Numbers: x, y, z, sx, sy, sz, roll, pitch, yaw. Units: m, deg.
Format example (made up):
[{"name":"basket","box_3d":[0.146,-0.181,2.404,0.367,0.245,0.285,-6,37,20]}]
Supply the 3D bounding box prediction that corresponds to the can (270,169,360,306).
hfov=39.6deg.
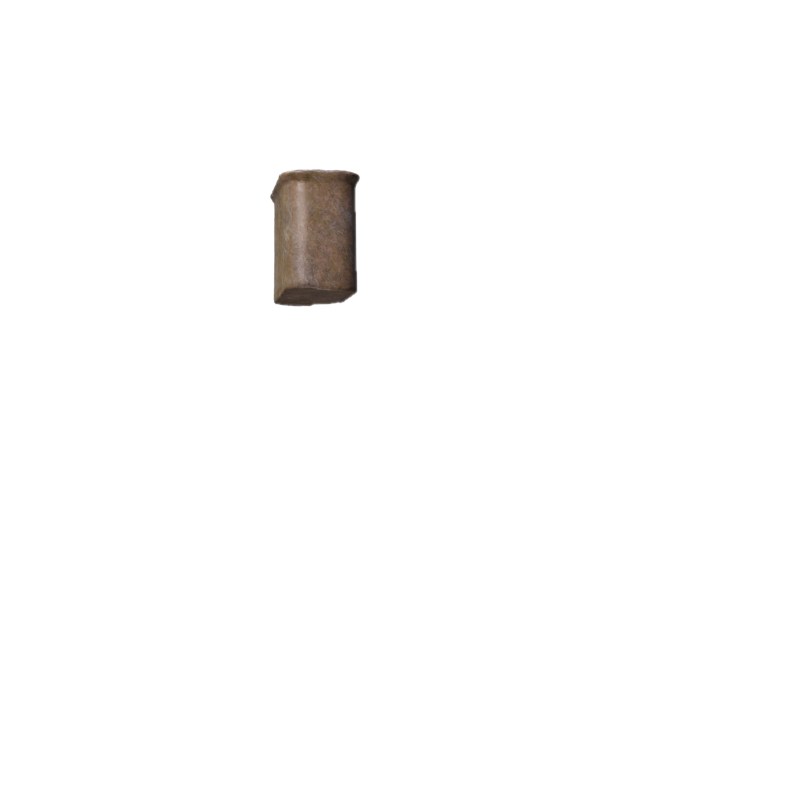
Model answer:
[{"name":"can","box_3d":[-0.063,-0.115,0.803,0.057,0.085,0.101,1,-5,-11]}]
